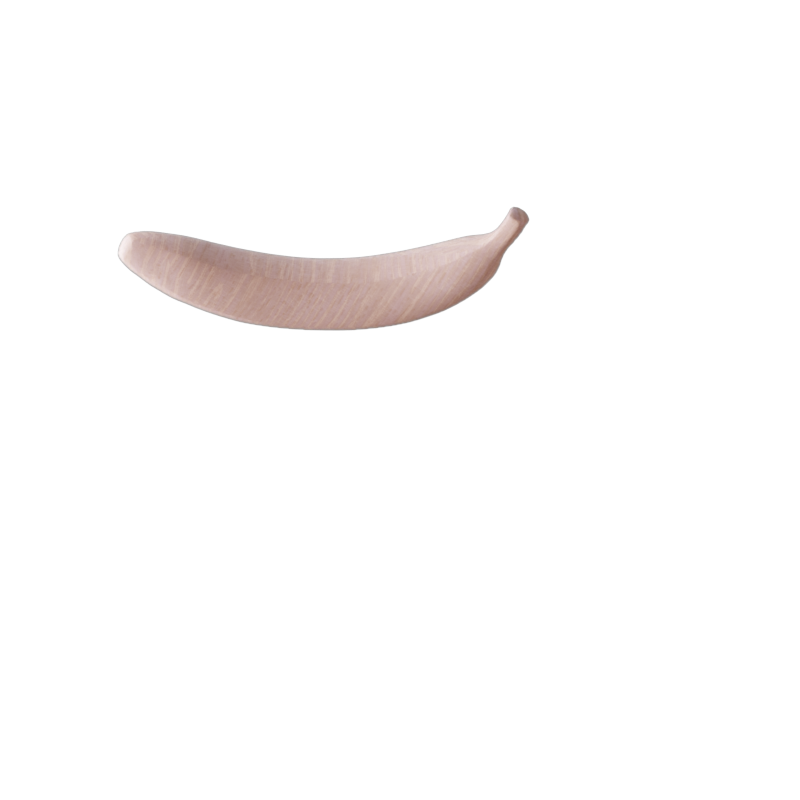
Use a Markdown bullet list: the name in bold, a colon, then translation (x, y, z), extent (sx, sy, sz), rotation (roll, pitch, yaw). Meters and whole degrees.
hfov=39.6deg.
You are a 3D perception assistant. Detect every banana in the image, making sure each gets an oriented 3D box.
- **banana**: translation (-0.037, -0.064, 0.552), extent (0.198, 0.065, 0.039), rotation (-5, 36, 3)
